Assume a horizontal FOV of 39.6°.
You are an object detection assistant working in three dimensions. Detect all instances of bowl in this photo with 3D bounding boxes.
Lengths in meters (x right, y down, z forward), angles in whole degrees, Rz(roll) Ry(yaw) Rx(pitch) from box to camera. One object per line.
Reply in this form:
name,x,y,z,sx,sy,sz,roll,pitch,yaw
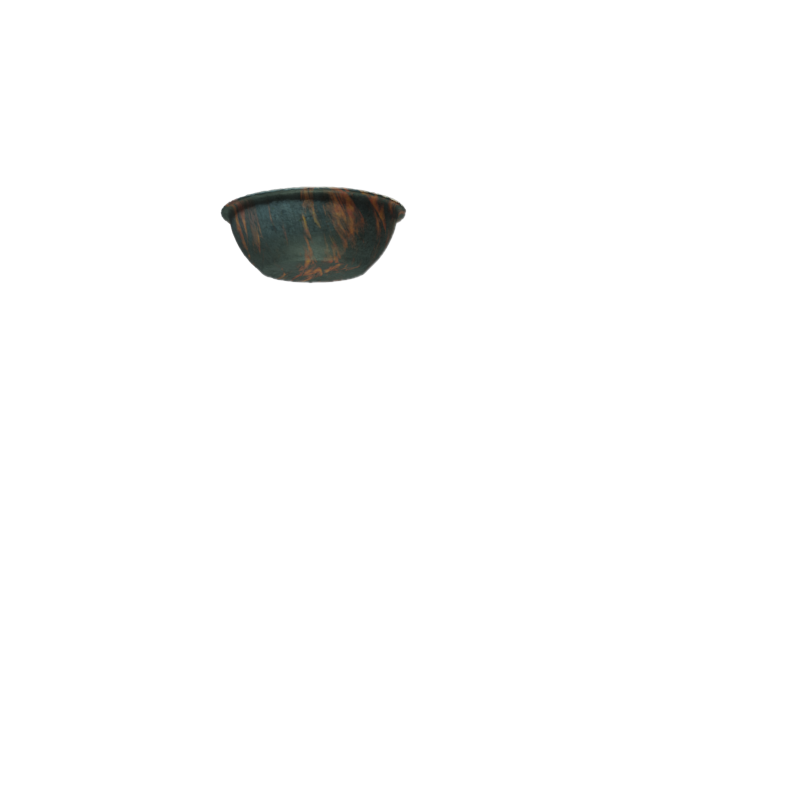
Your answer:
bowl,-0.075,-0.137,0.963,0.162,0.056,0.158,0,-7,-2
